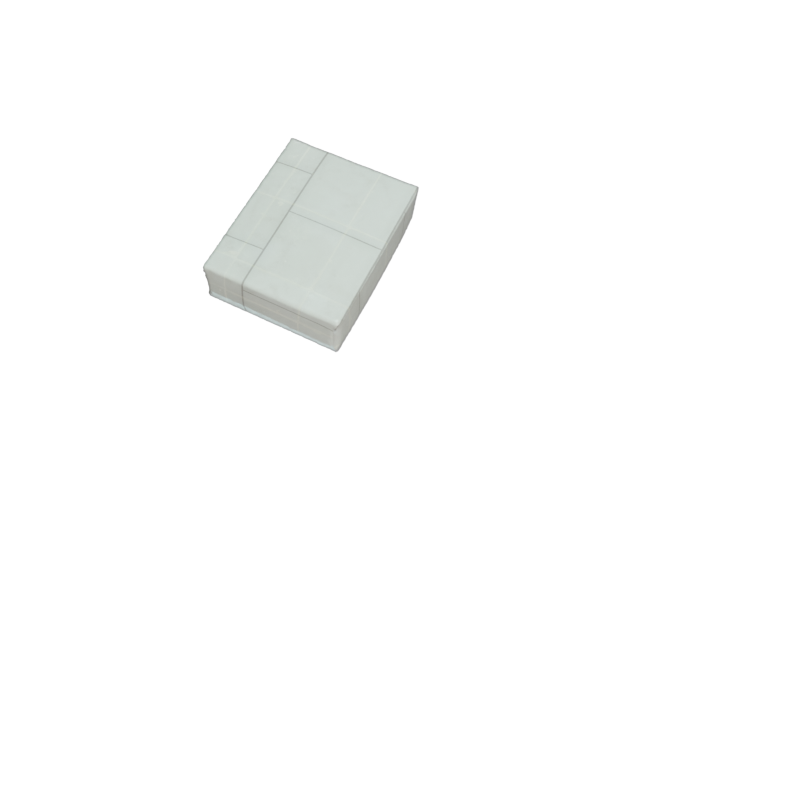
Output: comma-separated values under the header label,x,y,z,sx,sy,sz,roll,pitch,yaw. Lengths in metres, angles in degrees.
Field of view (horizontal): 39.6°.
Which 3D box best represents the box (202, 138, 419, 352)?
label,x,y,z,sx,sy,sz,roll,pitch,yaw
box,-0.053,-0.096,0.672,0.093,0.118,0.036,22,-30,13
